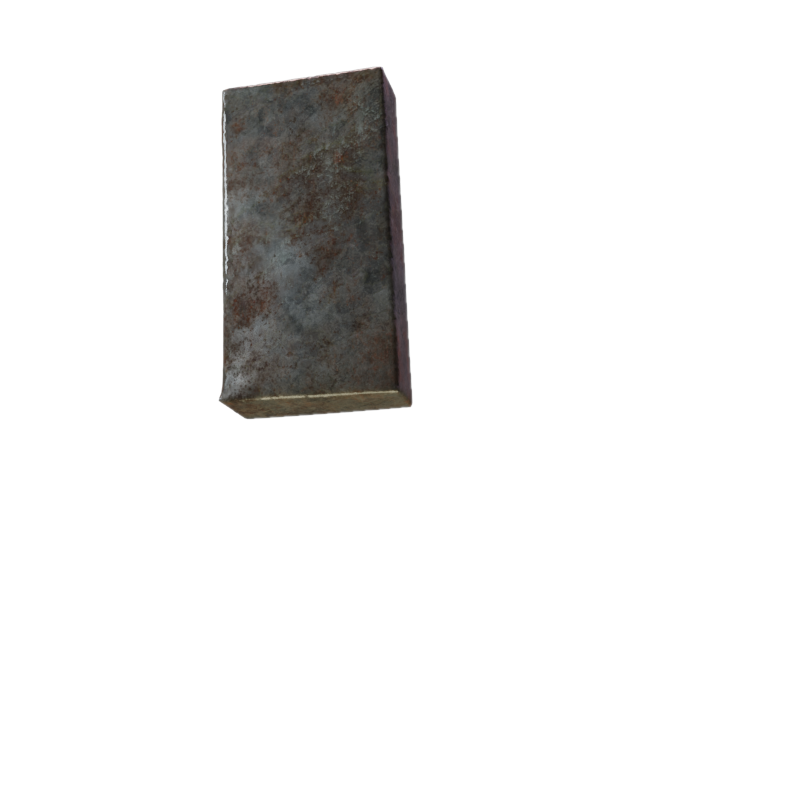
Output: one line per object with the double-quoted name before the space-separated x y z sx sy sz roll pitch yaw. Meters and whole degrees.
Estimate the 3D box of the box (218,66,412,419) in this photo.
"box" -0.045 -0.083 0.583 0.095 0.185 0.045 -6 -21 13
